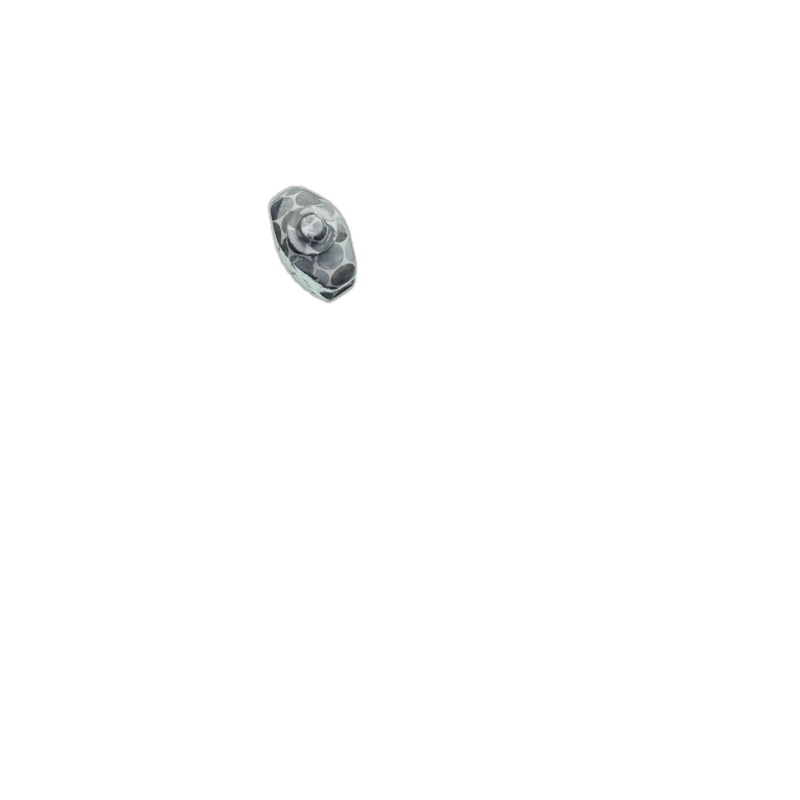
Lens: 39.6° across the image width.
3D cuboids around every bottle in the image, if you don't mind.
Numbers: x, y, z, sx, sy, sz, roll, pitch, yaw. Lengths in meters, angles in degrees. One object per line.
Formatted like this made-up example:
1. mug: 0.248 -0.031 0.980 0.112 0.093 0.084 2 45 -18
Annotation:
1. bottle: -0.076 -0.138 0.967 0.058 0.097 0.190 -33 1 -4
